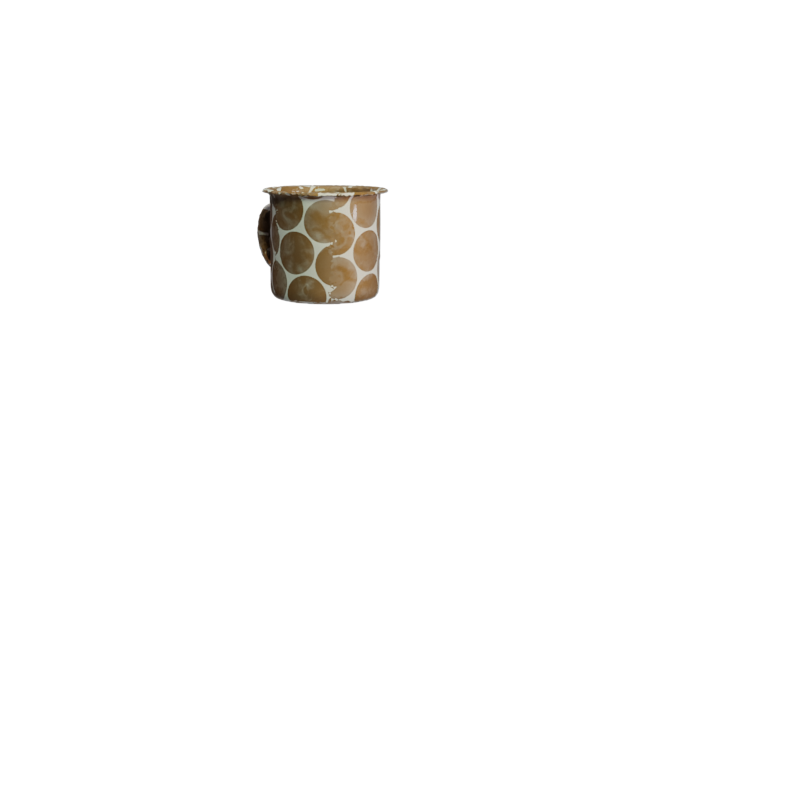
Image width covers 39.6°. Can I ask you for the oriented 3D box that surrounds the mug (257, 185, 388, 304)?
[{"bbox_3d":[-0.065,-0.119,0.834,0.123,0.080,0.091,10,15,40],"label":"mug"}]
